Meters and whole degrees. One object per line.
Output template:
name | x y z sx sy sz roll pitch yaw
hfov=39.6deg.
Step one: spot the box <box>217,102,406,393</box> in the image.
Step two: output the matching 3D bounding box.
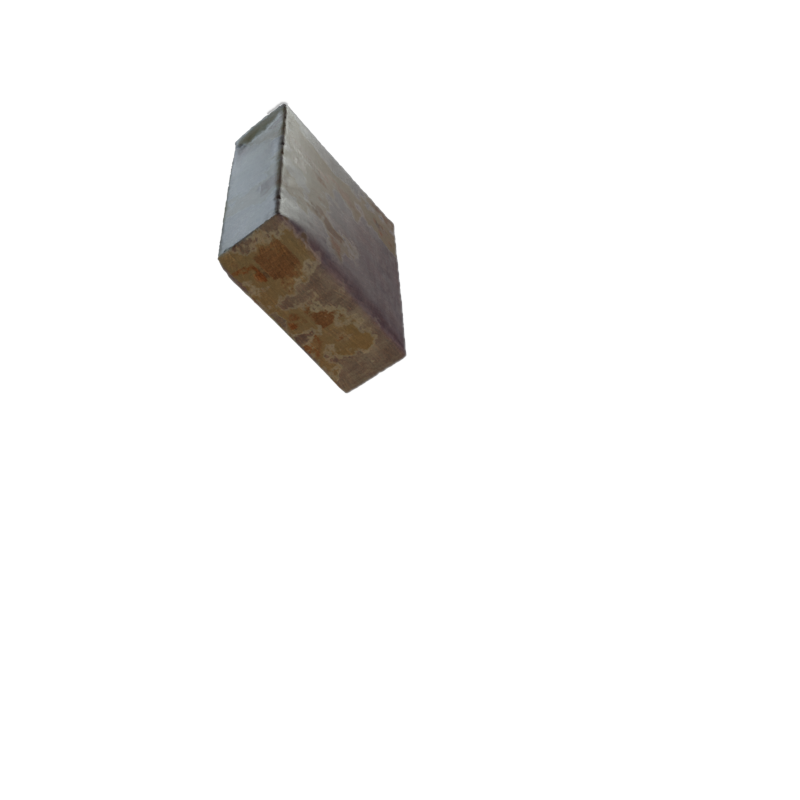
box | -0.073 -0.134 0.938 0.071 0.155 0.228 -34 29 19
